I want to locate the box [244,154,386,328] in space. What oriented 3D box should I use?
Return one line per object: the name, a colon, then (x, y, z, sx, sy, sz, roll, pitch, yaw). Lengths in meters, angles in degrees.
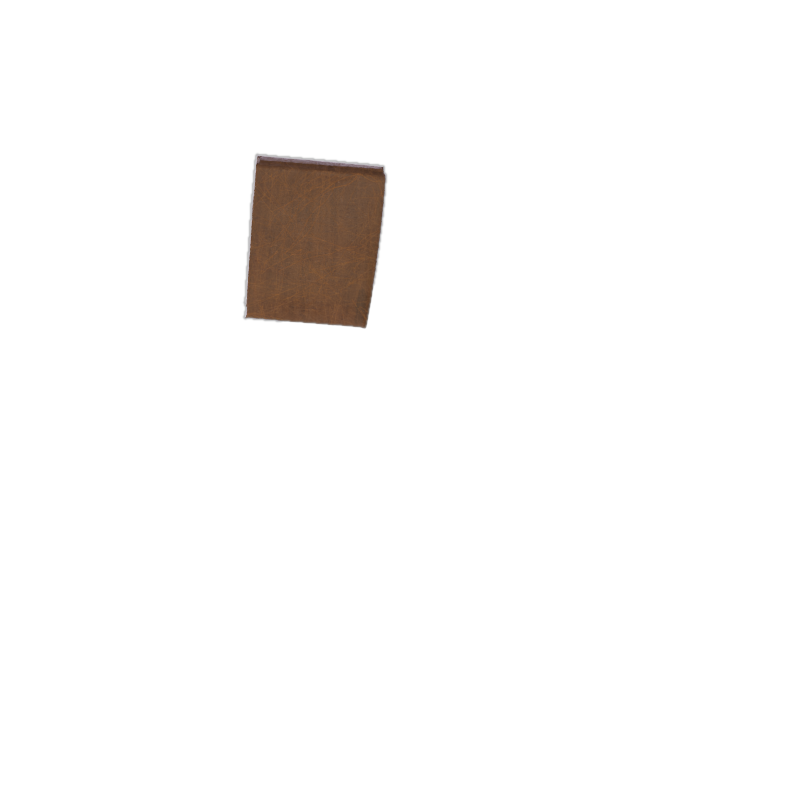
box: (-0.060, -0.109, 0.766, 0.089, 0.110, 0.040, 6, 15, -2)
